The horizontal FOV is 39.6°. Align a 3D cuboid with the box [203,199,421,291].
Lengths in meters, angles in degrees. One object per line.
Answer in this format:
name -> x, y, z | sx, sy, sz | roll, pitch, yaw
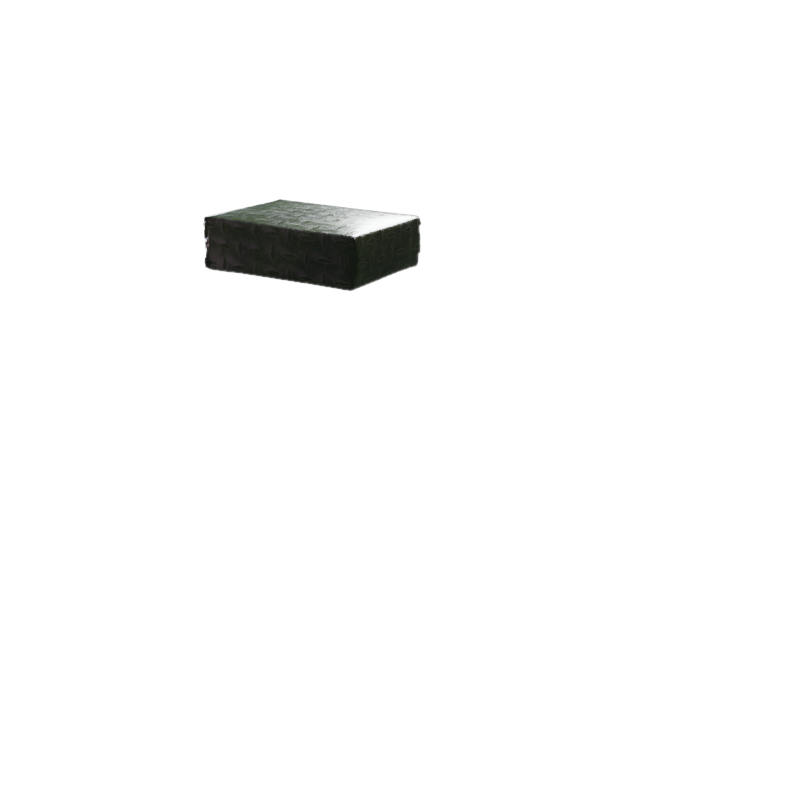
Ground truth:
box -> -0.056, -0.102, 0.714 | 0.118, 0.038, 0.089 | 9, 18, 28
